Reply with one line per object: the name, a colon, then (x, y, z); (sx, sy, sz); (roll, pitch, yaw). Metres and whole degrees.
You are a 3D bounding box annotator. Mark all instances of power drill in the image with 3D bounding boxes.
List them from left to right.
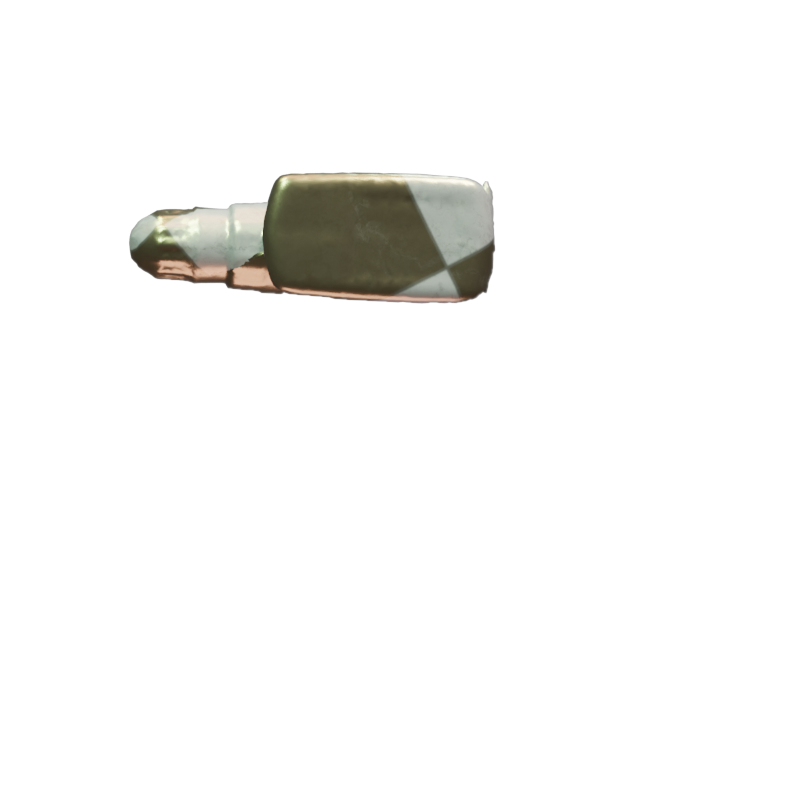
power drill: (-0.044, -0.081, 0.566); (0.182, 0.057, 0.192); (-1, 7, -12)
